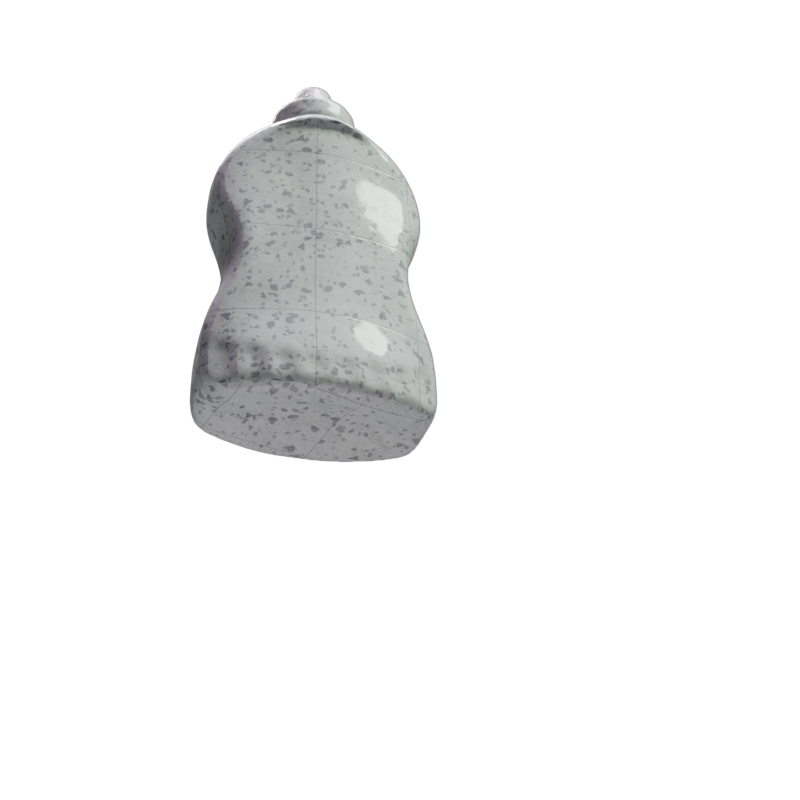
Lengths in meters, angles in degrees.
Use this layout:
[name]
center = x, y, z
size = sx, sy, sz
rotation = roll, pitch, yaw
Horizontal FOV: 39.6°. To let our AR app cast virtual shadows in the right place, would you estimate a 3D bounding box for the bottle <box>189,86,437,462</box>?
[bottle]
center = -0.039, -0.070, 0.491
size = 0.094, 0.206, 0.055
rotation = 6, -39, -11
